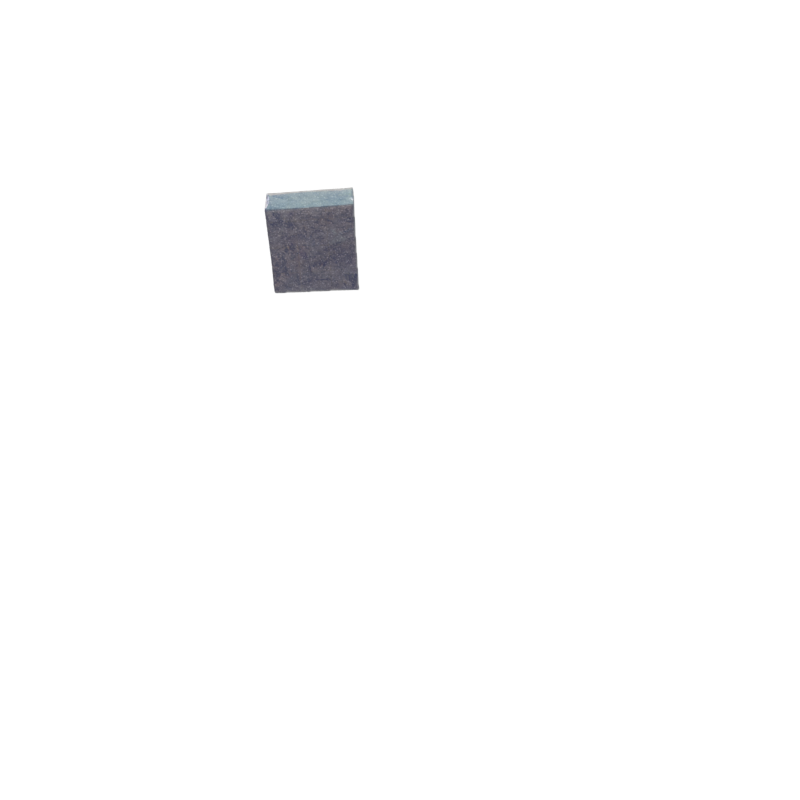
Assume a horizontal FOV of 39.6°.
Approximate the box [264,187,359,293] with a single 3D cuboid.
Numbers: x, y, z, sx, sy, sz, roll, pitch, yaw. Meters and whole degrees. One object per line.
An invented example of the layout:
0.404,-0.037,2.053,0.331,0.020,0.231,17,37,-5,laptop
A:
-0.073,-0.133,0.932,0.073,0.083,0.032,-3,37,1,box
